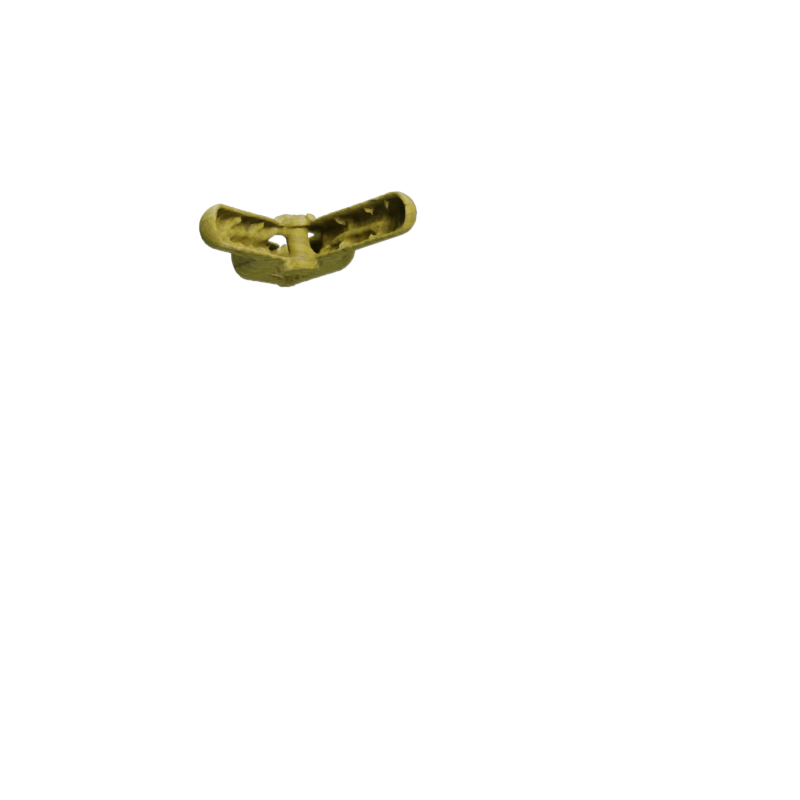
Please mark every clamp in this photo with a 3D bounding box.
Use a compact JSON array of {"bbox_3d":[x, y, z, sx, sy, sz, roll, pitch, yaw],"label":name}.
[{"bbox_3d":[-0.053,-0.097,0.678,0.120,0.040,0.170,0,0,-1],"label":"clamp"}]
